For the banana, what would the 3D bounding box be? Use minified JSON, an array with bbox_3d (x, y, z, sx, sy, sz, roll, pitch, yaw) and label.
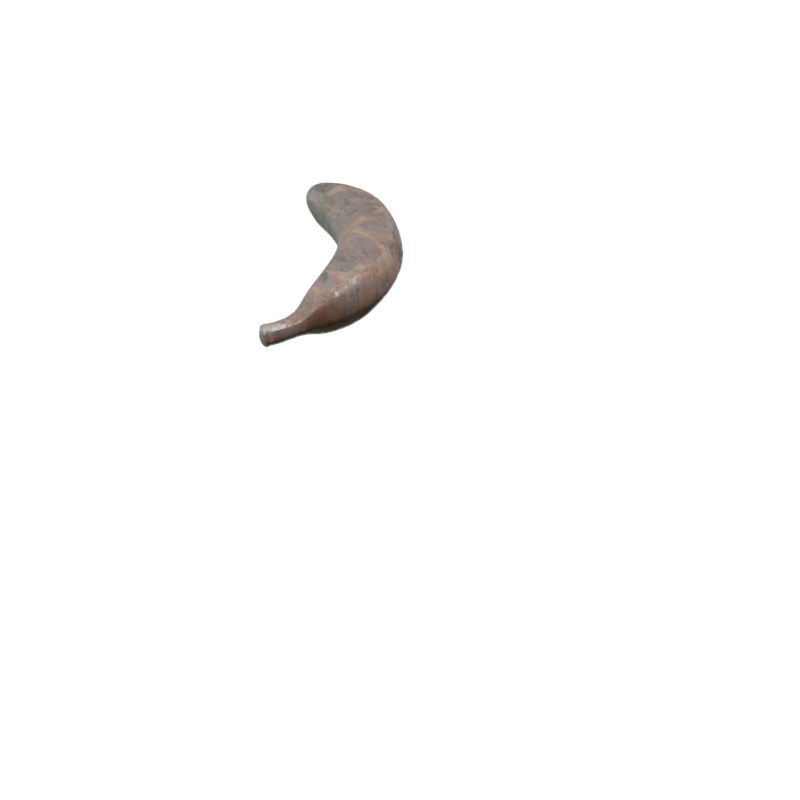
[{"bbox_3d":[-0.032,-0.089,0.642,0.070,0.035,0.208,2,29,3],"label":"banana"}]
